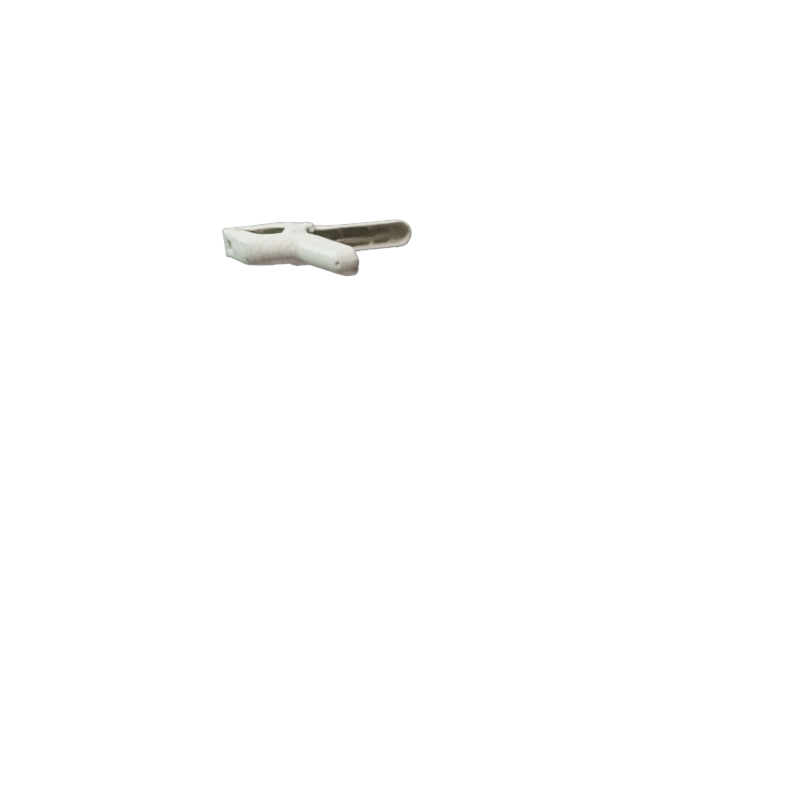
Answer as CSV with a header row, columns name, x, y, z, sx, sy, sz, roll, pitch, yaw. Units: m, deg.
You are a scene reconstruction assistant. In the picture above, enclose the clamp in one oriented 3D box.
name,x,y,z,sx,sy,sz,roll,pitch,yaw
clamp,-0.078,-0.142,0.997,0.180,0.038,0.118,12,21,34
